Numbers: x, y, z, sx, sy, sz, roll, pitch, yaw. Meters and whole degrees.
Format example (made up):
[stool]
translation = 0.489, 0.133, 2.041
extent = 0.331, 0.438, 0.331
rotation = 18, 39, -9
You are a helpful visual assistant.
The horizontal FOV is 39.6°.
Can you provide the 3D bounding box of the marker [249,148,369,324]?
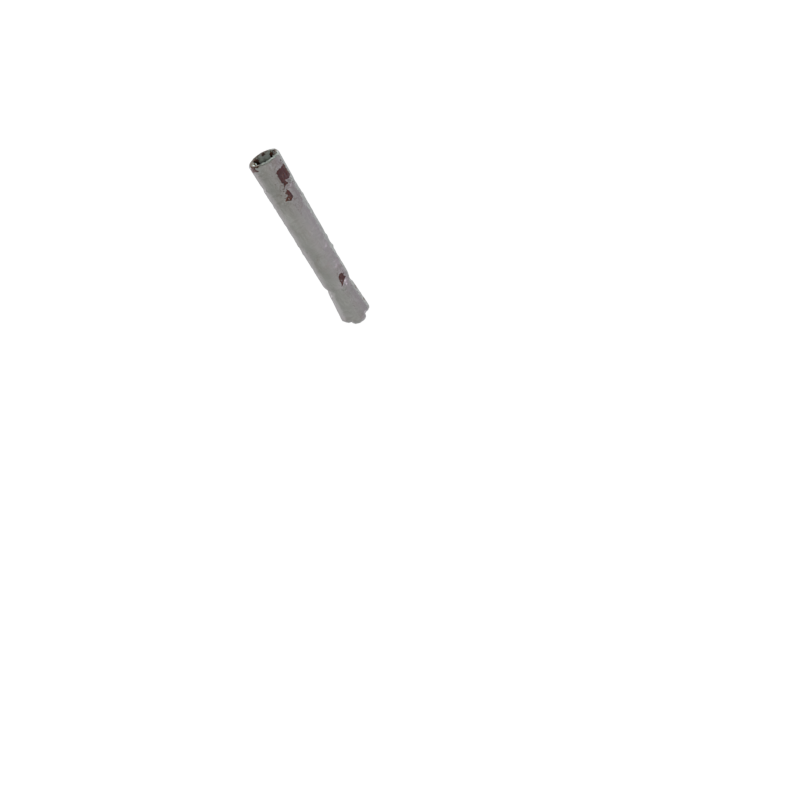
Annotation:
[marker]
translation = -0.050, -0.091, 0.640
extent = 0.020, 0.113, 0.021
rotation = -24, 29, 13
